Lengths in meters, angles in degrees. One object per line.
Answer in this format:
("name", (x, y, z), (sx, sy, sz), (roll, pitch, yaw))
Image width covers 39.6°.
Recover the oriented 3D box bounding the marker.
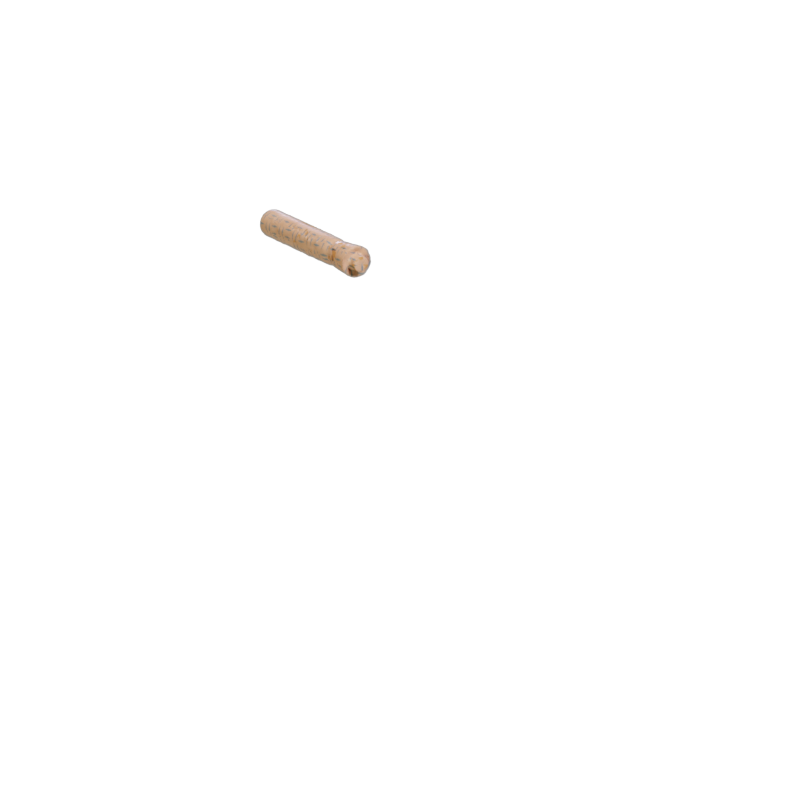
("marker", (-0.053, -0.097, 0.677), (0.019, 0.019, 0.129), (-2, 19, -30))
